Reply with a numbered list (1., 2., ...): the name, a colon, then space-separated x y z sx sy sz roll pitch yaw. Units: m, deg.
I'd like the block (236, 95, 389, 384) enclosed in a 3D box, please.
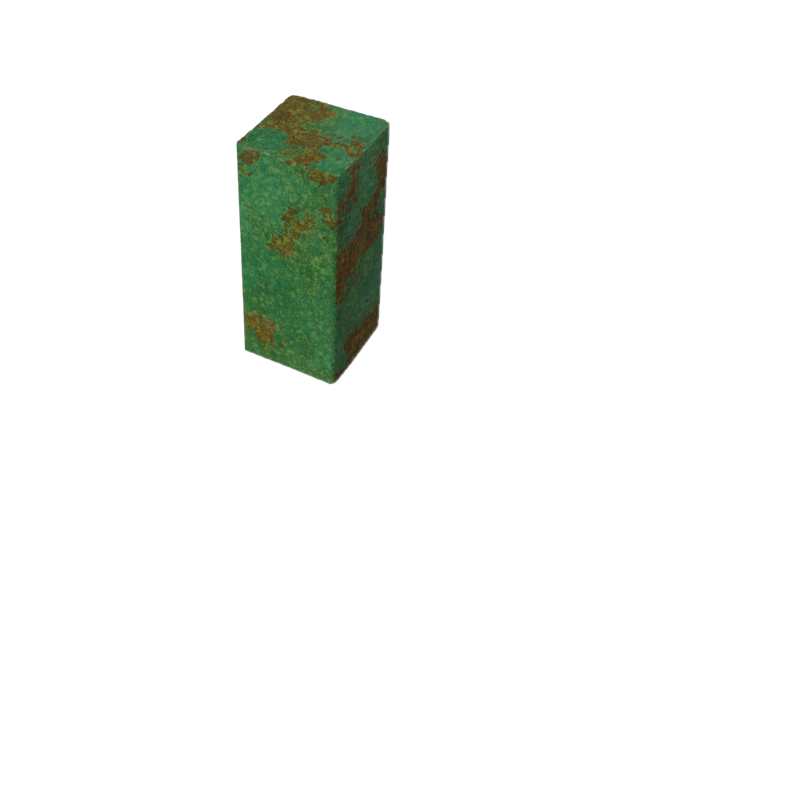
1. block: -0.070 -0.128 0.897 0.094 0.192 0.093 20 43 19
